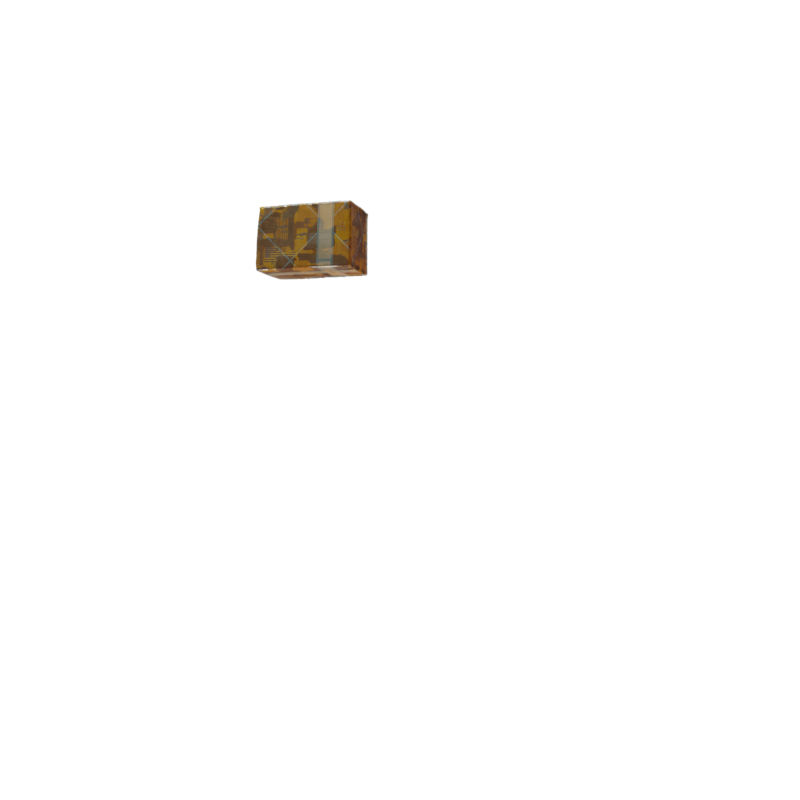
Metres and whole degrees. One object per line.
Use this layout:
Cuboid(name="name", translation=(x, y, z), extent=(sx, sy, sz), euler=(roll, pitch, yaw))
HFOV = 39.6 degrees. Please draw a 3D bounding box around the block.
Cuboid(name="block", translation=(-0.069, -0.125, 0.877), extent=(0.079, 0.052, 0.051), euler=(-2, -7, 16))
